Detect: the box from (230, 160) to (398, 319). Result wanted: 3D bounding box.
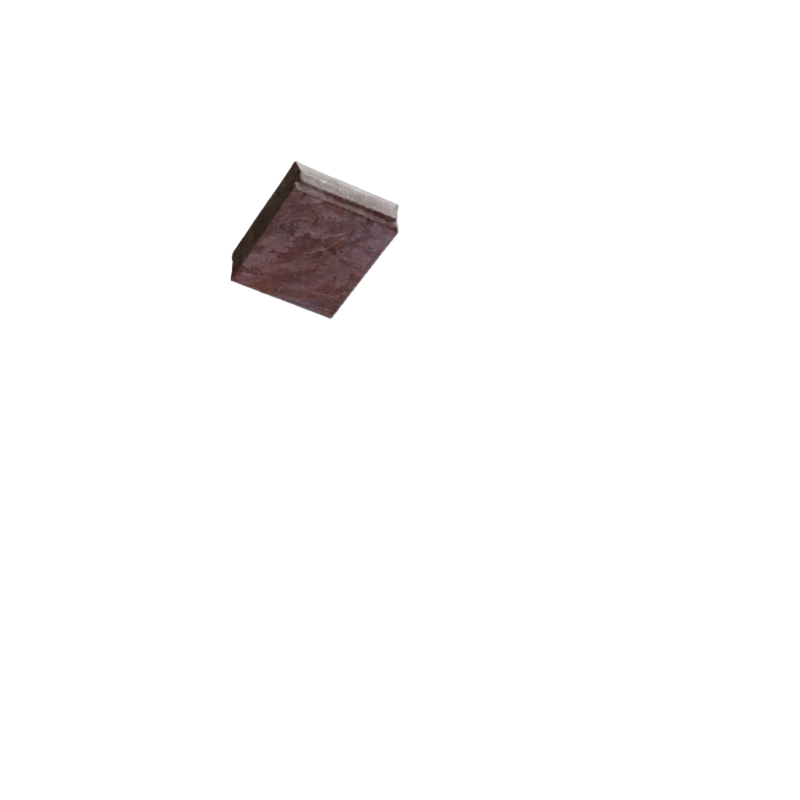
[{"bbox_3d":[-0.054,-0.098,0.685,0.070,0.032,0.086,21,-48,-21],"label":"box"}]
